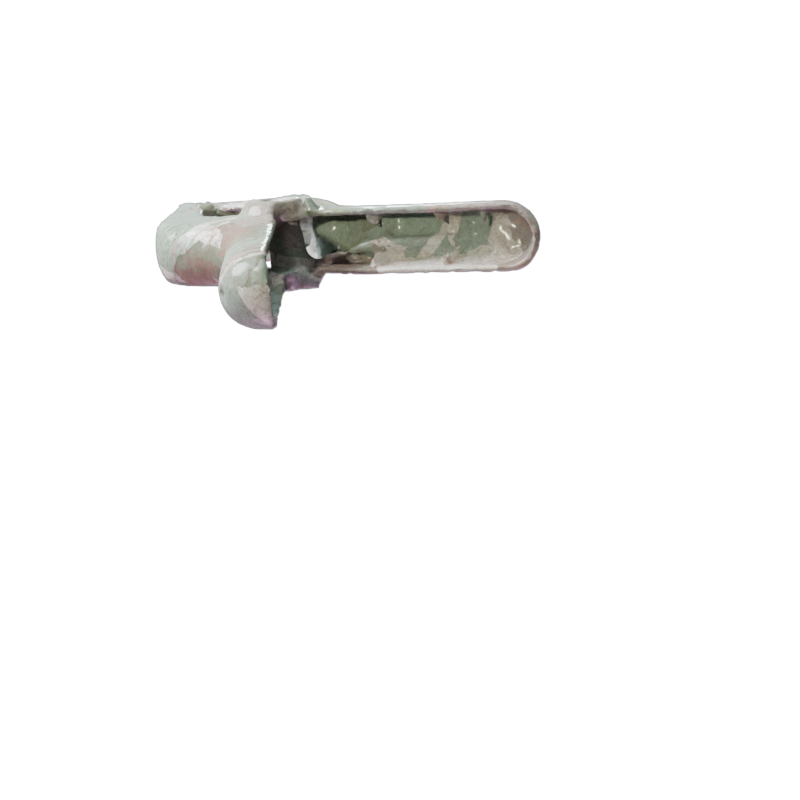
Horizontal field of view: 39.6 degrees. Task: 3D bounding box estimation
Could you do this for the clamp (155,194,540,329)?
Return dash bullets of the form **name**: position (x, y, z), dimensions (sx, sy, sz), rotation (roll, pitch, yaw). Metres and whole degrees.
- **clamp**: position (-0.033, -0.060, 0.424), dimensions (0.117, 0.038, 0.181), rotation (-7, 17, -24)
